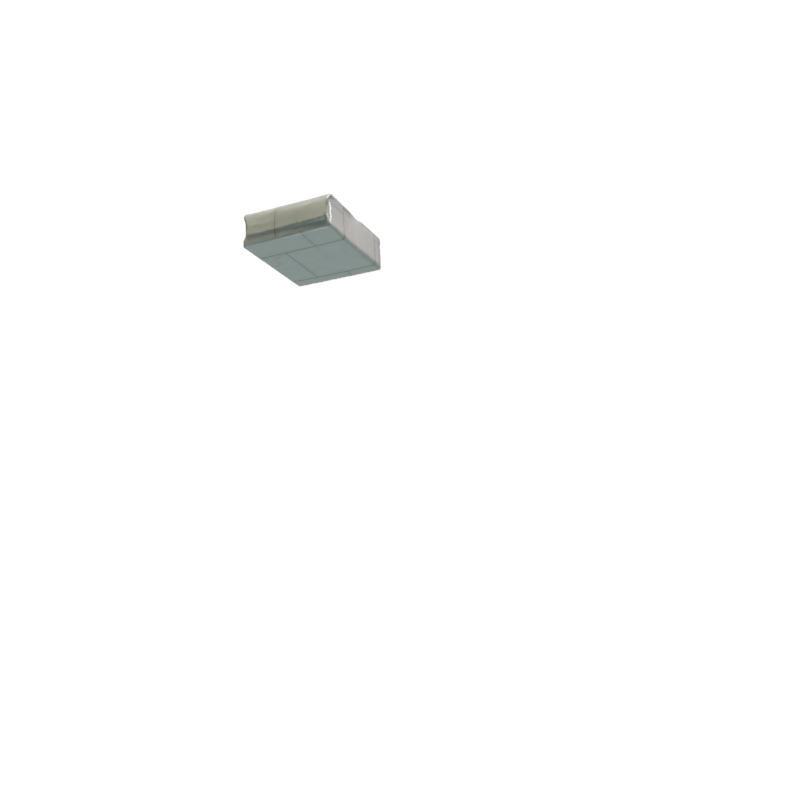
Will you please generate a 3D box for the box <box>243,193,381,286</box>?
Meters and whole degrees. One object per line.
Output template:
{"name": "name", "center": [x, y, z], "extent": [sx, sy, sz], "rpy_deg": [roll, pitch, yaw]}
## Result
{"name": "box", "center": [-0.066, -0.120, 0.839], "extent": [0.074, 0.032, 0.083], "rpy_deg": [-10, -22, 25]}
